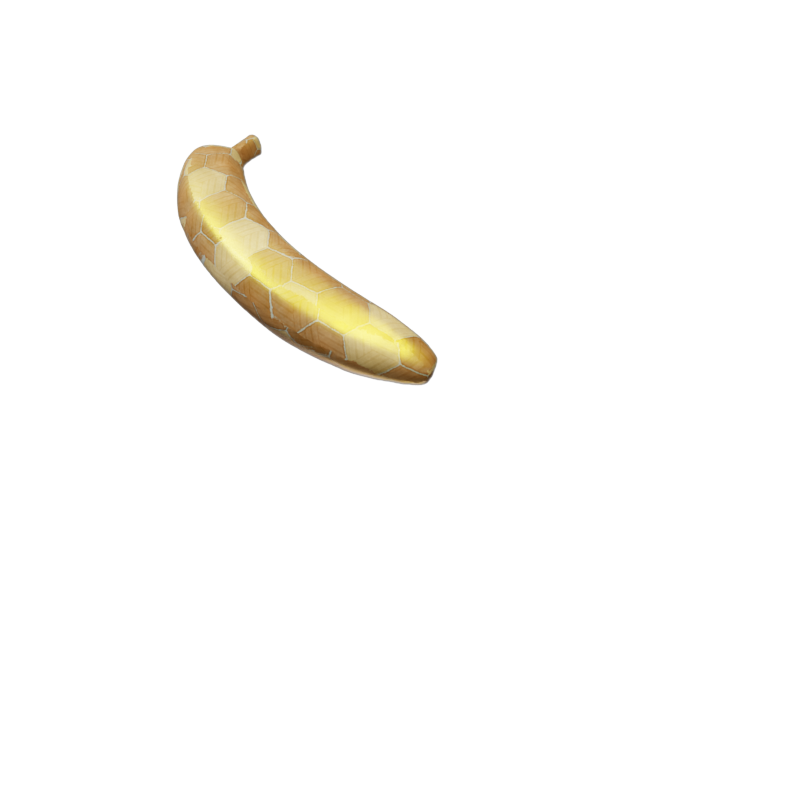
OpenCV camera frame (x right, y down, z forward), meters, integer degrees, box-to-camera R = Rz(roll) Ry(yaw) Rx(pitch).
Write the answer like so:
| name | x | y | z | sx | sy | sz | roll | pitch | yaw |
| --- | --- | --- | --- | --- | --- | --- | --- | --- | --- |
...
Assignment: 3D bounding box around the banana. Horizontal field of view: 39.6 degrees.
| name | x | y | z | sx | sy | sz | roll | pitch | yaw |
| --- | --- | --- | --- | --- | --- | --- | --- | --- | --- |
| banana | -0.059 | -0.072 | 0.525 | 0.069 | 0.034 | 0.214 | -20 | 49 | -19 |
